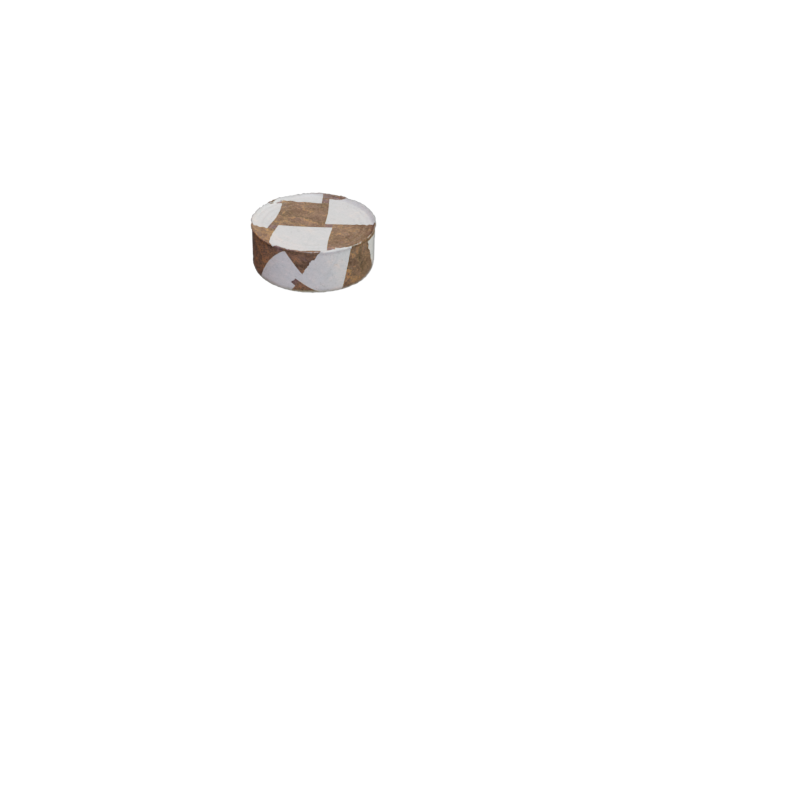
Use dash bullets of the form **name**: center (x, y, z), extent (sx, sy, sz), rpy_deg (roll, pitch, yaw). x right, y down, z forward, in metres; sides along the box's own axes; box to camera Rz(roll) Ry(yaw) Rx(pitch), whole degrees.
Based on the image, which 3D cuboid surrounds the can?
- **can**: center (-0.060, -0.109, 0.763), extent (0.086, 0.031, 0.092), rpy_deg (-1, 35, -2)
